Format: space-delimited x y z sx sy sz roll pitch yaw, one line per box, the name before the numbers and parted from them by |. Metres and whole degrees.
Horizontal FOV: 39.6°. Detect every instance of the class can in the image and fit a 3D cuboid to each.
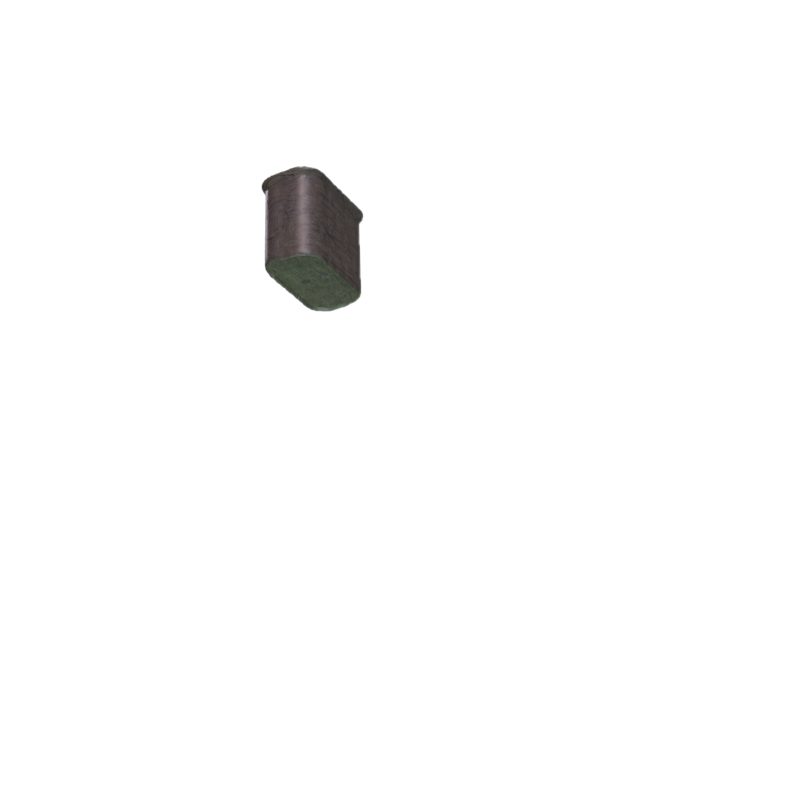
can | -0.073 -0.133 0.931 0.058 0.089 0.094 -16 -31 24
